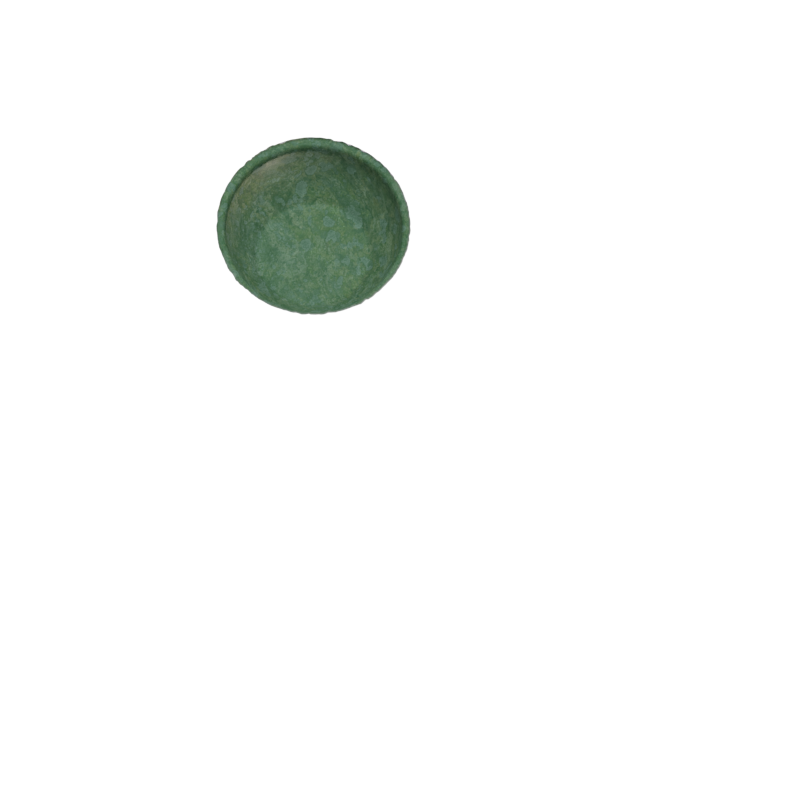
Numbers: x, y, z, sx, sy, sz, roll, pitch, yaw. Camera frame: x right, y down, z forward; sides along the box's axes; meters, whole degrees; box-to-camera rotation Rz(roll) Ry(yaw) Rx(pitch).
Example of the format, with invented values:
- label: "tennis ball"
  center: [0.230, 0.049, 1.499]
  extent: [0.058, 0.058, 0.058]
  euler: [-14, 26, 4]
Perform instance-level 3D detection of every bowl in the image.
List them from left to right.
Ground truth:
- label: "bowl"
  center: [-0.070, -0.129, 0.900]
  extent: [0.162, 0.153, 0.058]
  euler: [1, 27, -1]
